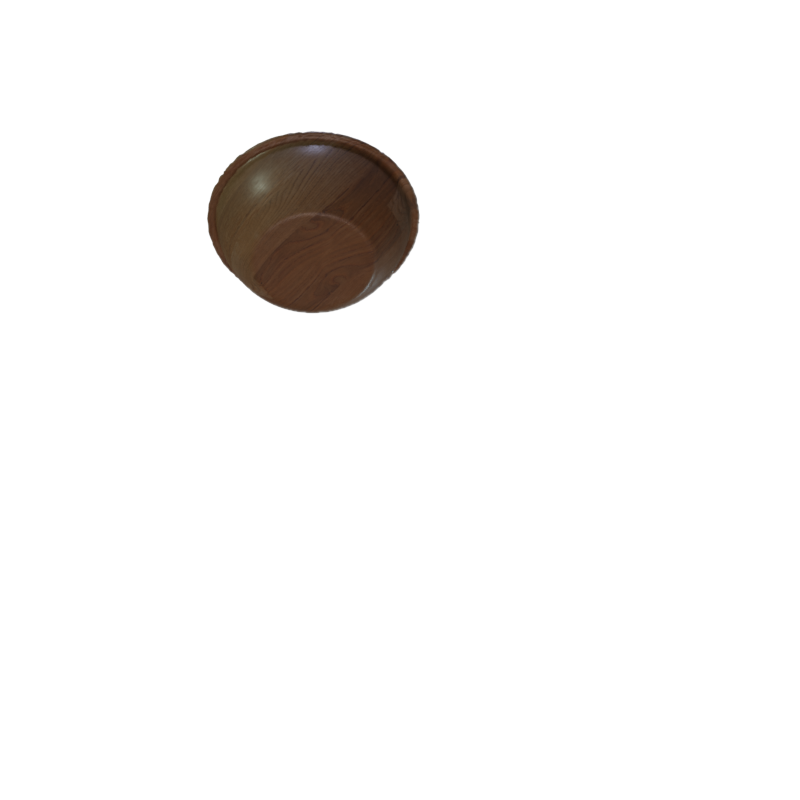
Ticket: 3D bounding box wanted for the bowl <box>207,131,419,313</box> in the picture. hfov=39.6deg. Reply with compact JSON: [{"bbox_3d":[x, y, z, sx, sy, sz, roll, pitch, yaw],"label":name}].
[{"bbox_3d":[-0.065,-0.118,0.825,0.162,0.151,0.059,1,40,-1],"label":"bowl"}]
